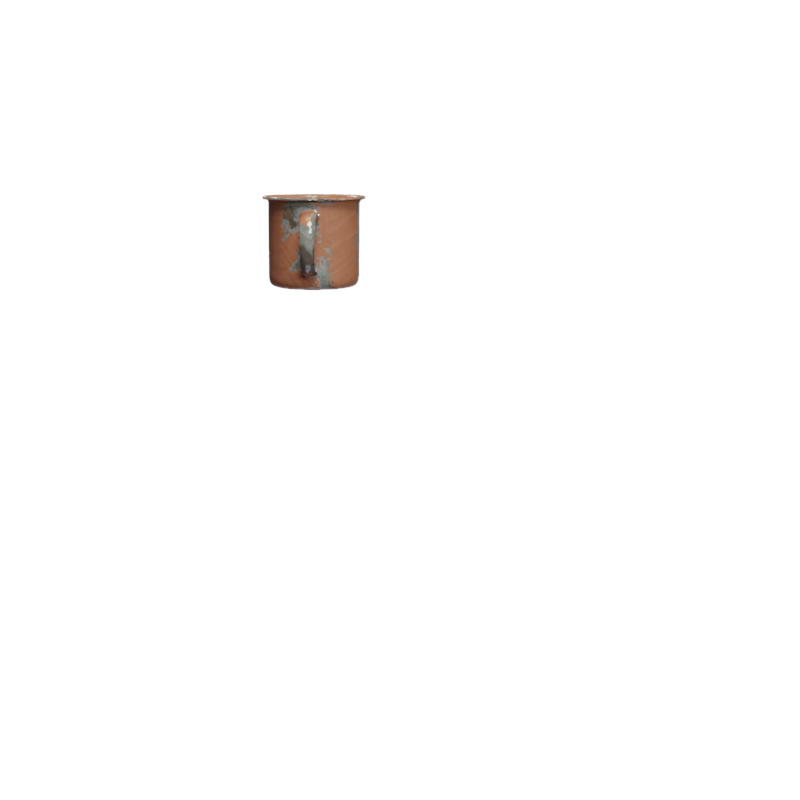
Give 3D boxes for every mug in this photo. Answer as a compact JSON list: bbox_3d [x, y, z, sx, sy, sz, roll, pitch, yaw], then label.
[{"bbox_3d":[-0.078,-0.142,0.992,0.093,0.080,0.119,0,10,0],"label":"mug"}]
